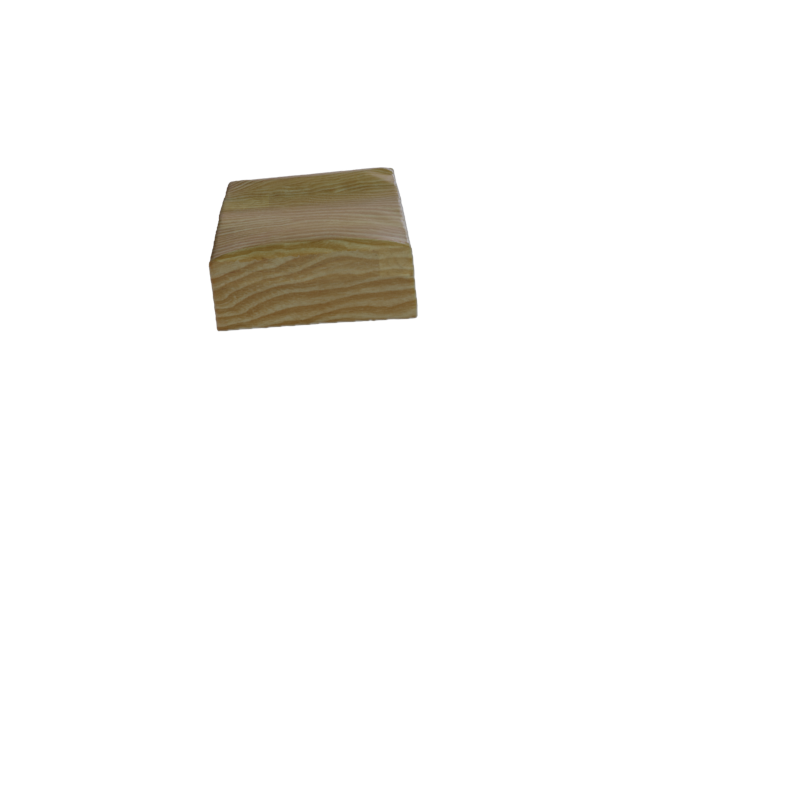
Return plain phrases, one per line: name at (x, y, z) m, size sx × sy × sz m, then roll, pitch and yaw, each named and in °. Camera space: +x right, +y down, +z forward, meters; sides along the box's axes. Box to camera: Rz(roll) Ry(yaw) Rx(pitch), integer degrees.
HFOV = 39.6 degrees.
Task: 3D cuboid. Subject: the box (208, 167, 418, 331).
box at (-0.076, -0.139, 0.973) m, size 0.164 × 0.068 × 0.226 m, roll -5°, pitch 28°, yaw 0°
